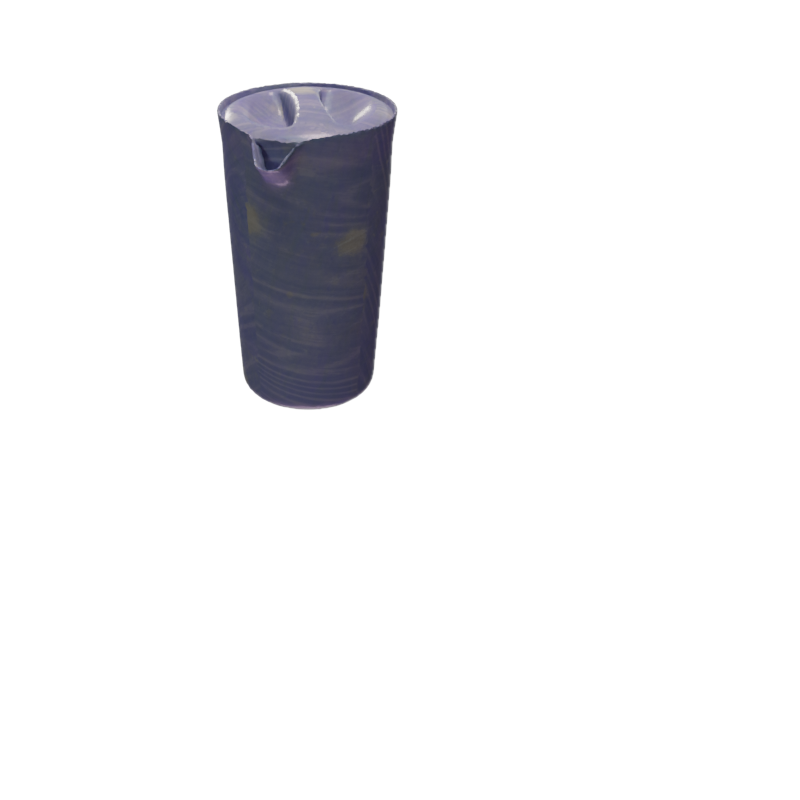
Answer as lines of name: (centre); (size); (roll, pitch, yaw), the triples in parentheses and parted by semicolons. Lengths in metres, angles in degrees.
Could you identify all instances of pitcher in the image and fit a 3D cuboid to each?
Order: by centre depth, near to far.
pitcher: (-0.069, -0.125, 0.877); (0.146, 0.230, 0.156); (-13, 31, -26)
